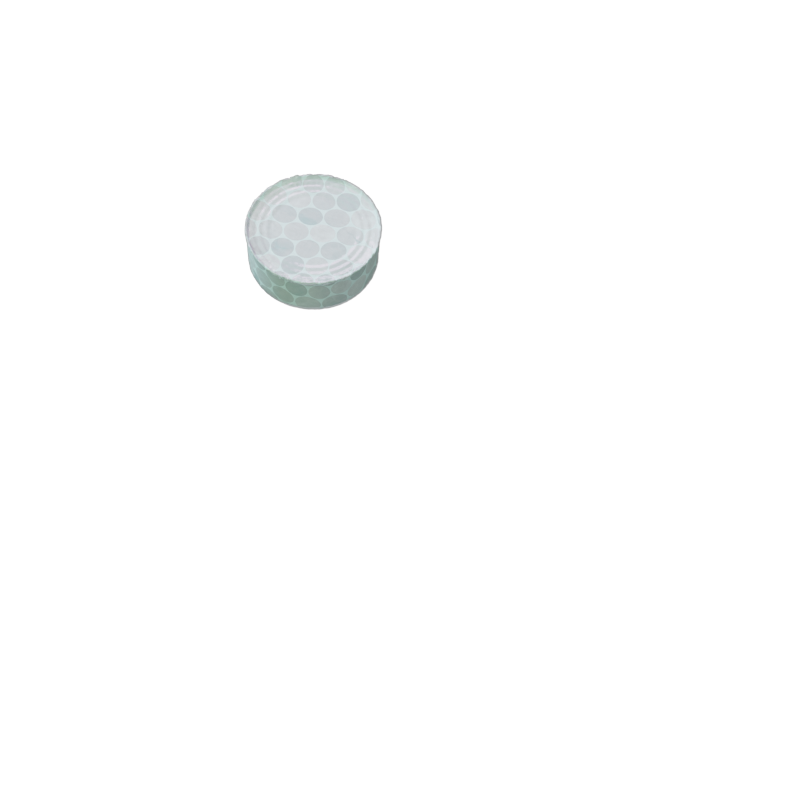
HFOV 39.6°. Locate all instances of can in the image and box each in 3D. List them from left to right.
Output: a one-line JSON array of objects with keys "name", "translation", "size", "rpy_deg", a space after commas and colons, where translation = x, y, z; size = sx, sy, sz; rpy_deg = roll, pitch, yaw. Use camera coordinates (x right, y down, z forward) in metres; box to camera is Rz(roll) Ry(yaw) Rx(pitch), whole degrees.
[{"name": "can", "translation": [-0.055, -0.101, 0.704], "size": [0.086, 0.092, 0.031], "rpy_deg": [-1, -33, -1]}]
